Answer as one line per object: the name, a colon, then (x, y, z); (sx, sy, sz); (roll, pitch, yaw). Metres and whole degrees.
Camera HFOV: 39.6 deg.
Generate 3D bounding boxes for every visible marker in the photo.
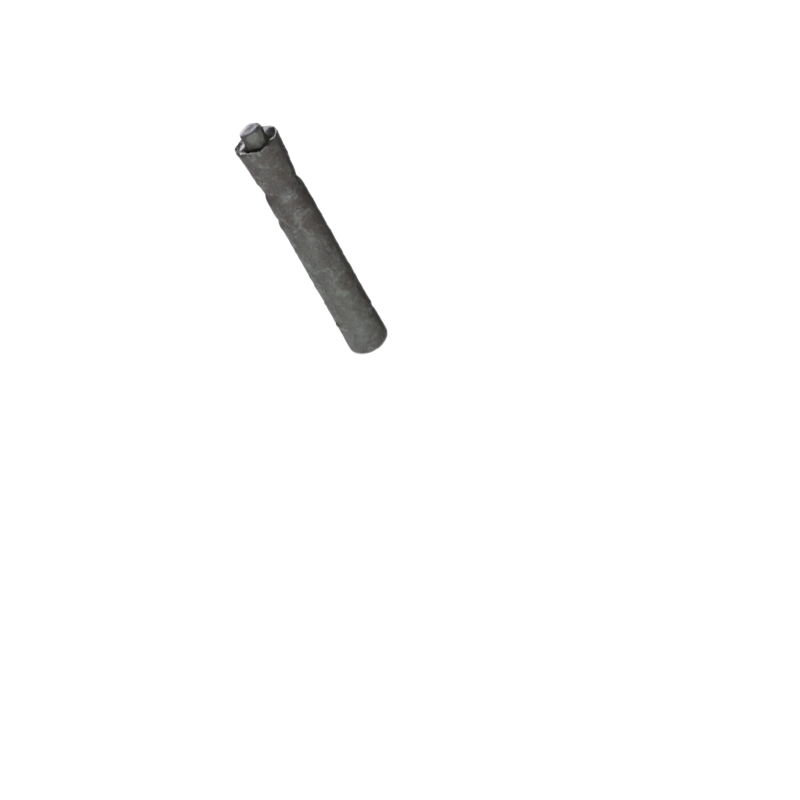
marker: (-0.036, -0.067, 0.466); (0.020, 0.112, 0.021); (-19, 37, 14)
